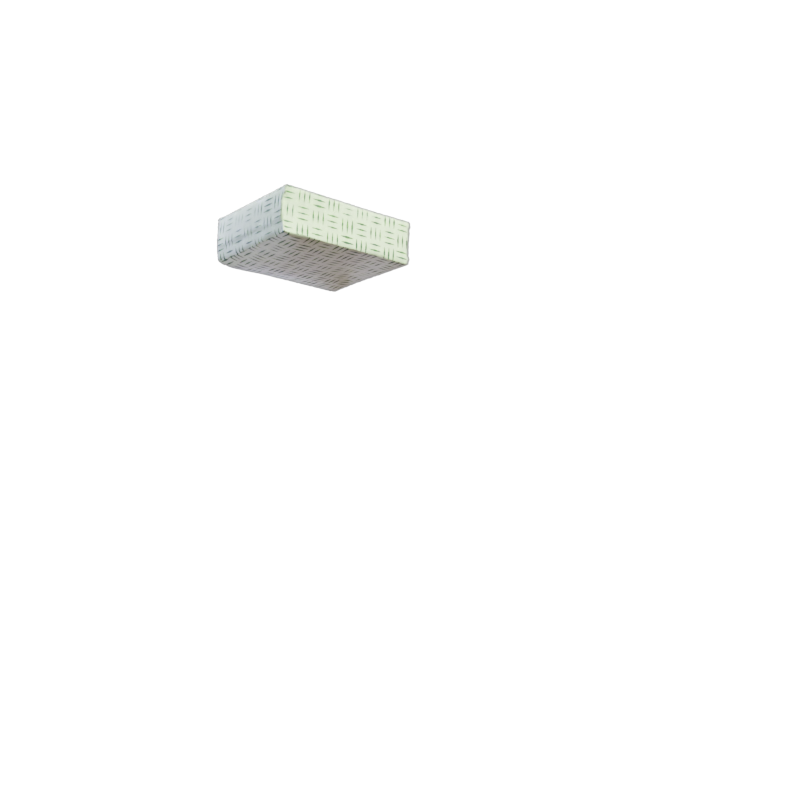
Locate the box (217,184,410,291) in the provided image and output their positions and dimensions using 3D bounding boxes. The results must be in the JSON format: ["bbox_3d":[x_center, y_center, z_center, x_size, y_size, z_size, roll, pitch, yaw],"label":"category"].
[{"bbox_3d":[-0.063,-0.115,0.803,0.108,0.040,0.091,10,-16,-37],"label":"box"}]
